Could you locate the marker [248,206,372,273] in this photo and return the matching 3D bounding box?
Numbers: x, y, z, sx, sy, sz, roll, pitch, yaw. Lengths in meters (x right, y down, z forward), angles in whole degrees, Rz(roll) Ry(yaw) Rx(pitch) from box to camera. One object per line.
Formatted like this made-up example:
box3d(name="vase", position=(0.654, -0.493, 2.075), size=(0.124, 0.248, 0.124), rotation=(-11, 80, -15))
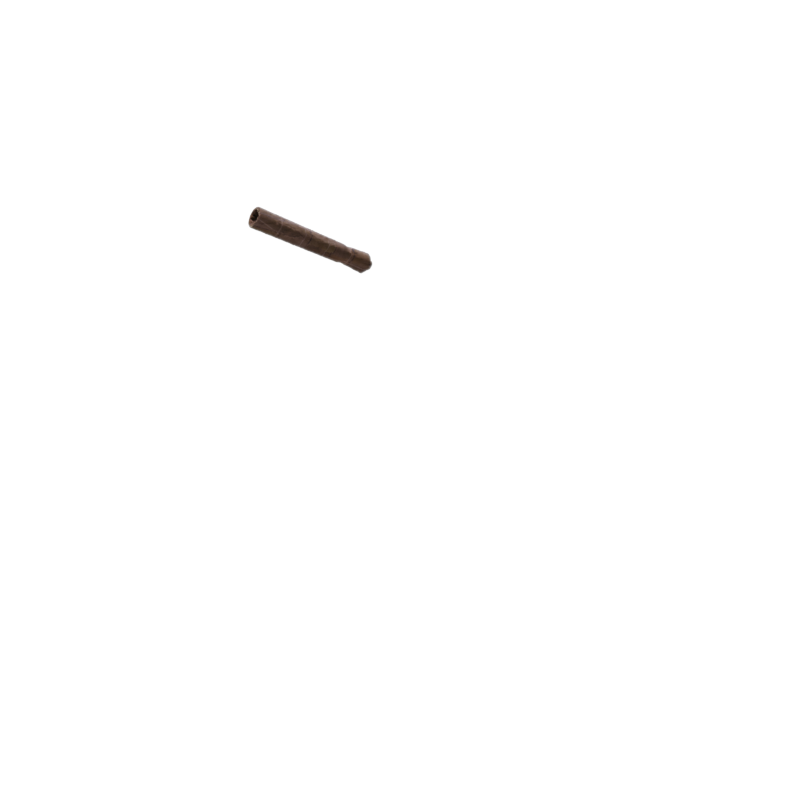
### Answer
box3d(name="marker", position=(-0.074, -0.136, 0.951), size=(0.115, 0.020, 0.020), rotation=(20, -7, -29))
